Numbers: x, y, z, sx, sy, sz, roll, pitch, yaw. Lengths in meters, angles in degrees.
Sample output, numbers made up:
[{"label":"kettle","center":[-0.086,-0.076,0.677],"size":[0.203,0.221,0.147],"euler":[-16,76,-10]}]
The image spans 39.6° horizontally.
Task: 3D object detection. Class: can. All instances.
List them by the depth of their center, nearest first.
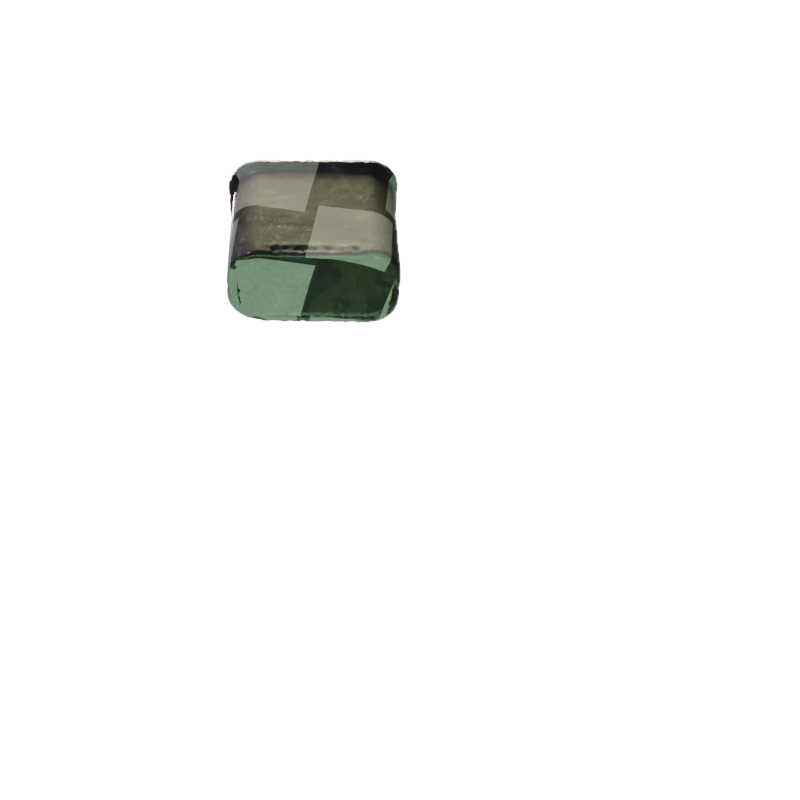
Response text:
[{"label":"can","center":[-0.051,-0.092,0.646],"size":[0.102,0.054,0.090],"euler":[0,44,-2]}]
